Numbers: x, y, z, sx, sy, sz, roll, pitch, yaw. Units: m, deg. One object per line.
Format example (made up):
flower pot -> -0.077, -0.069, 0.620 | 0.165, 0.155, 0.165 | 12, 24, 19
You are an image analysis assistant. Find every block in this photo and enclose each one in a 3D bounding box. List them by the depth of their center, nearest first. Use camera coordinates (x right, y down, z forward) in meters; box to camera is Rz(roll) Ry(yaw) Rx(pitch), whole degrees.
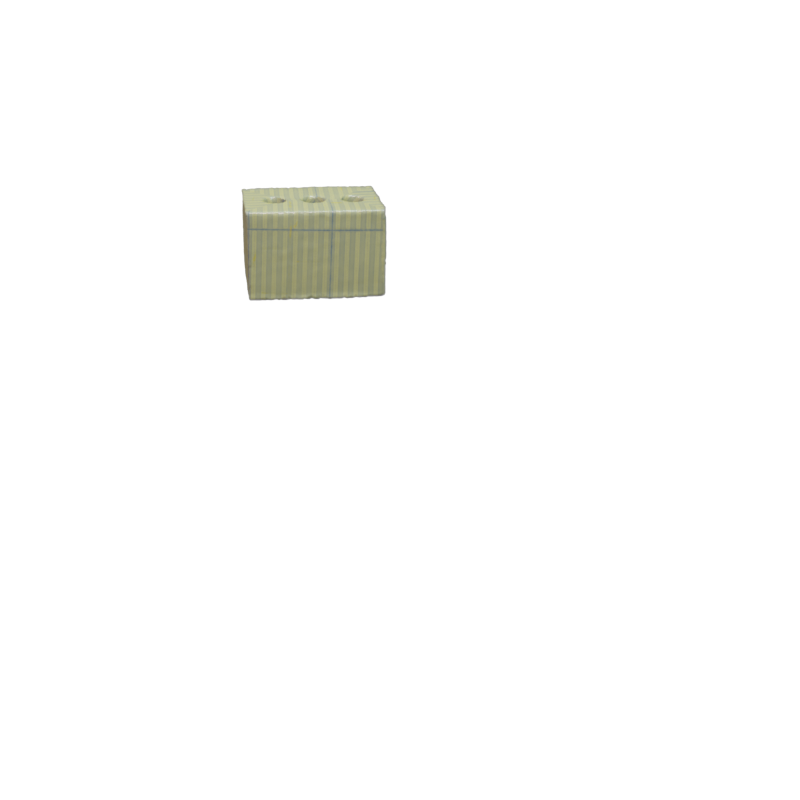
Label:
block -> -0.049, -0.089, 0.620 | 0.077, 0.049, 0.055 | -2, 21, -7
